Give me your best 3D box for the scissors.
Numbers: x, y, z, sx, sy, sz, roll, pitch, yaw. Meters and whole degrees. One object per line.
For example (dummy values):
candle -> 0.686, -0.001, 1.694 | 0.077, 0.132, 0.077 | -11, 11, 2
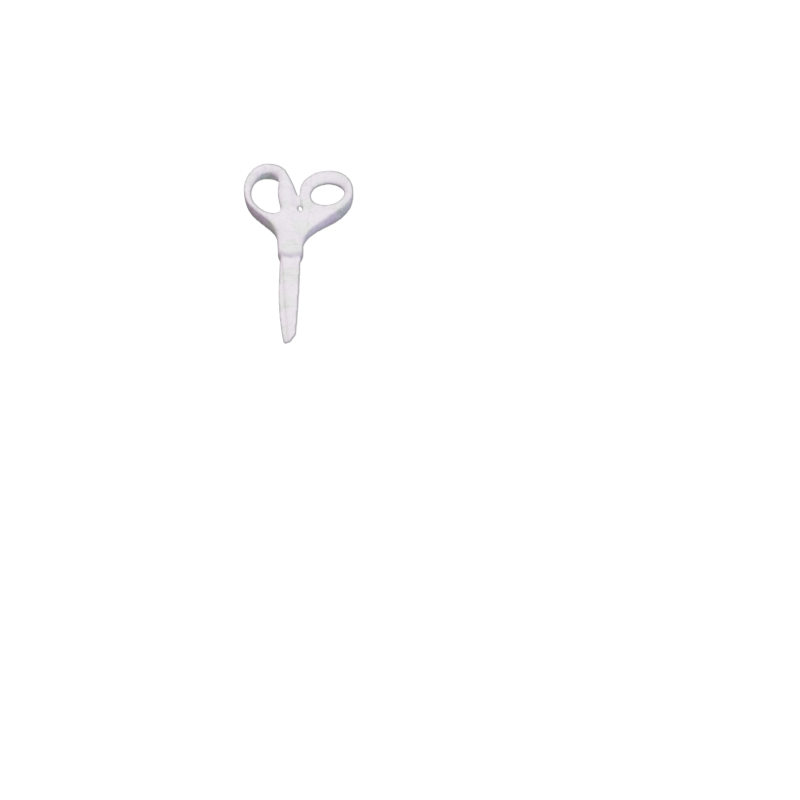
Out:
scissors -> -0.066, -0.120, 0.840 | 0.095, 0.015, 0.219 | -12, 45, -12
